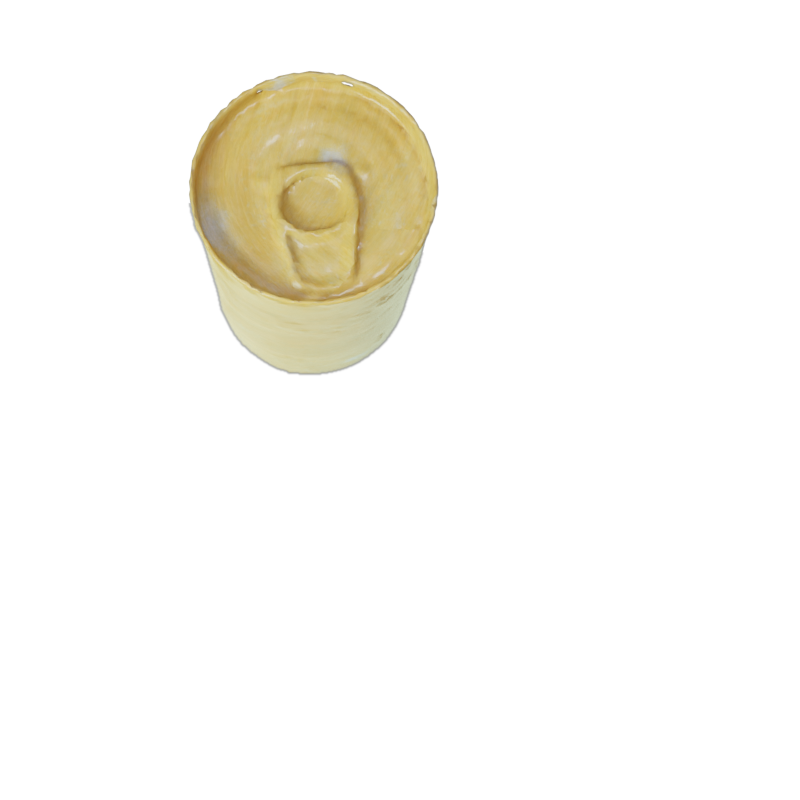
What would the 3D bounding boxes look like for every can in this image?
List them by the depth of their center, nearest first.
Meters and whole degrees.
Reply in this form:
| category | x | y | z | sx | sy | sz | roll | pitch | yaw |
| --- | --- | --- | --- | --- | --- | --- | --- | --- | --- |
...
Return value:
| category | x | y | z | sx | sy | sz | roll | pitch | yaw |
| --- | --- | --- | --- | --- | --- | --- | --- | --- | --- |
| can | -0.027 | -0.050 | 0.348 | 0.068 | 0.071 | 0.099 | 0 | -13 | -3 |
